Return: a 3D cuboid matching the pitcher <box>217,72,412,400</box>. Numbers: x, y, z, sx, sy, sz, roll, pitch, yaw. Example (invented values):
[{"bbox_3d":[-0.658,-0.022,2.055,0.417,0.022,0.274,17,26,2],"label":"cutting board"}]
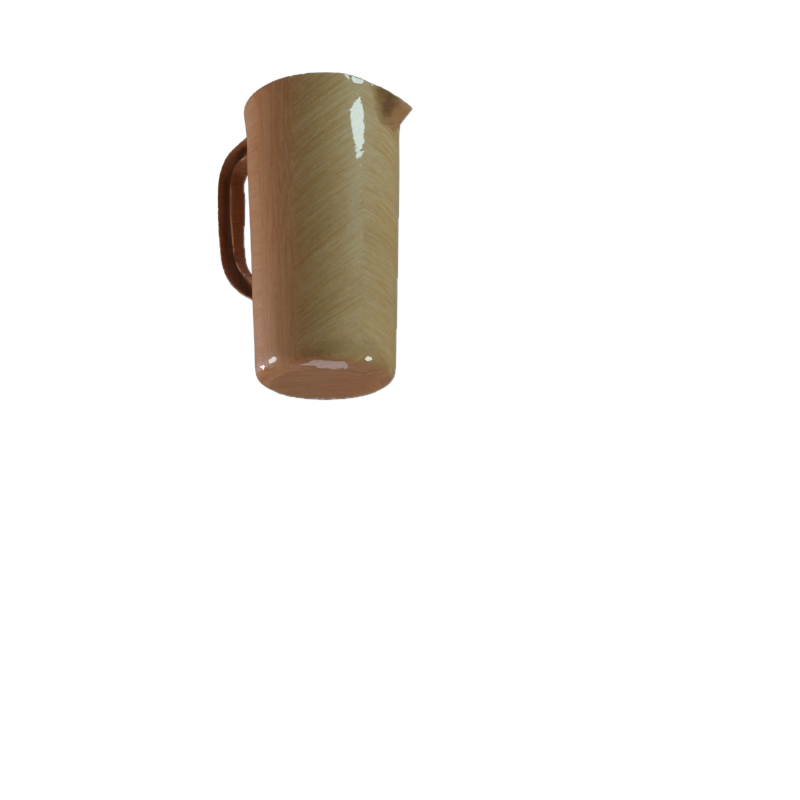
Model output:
[{"bbox_3d":[-0.070,-0.128,0.895,0.142,0.255,0.145,4,-20,-13],"label":"pitcher"}]
